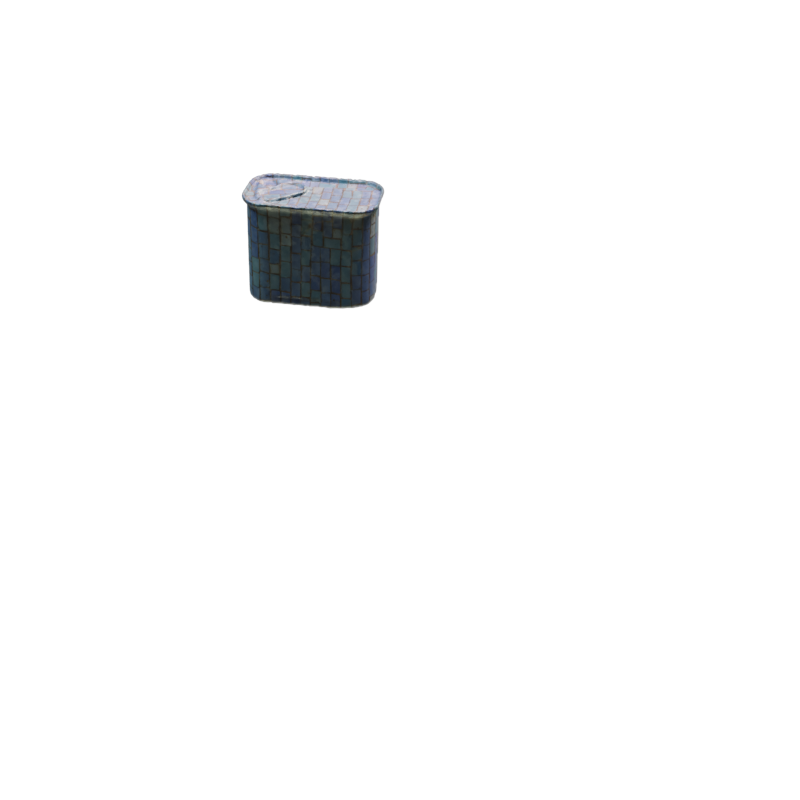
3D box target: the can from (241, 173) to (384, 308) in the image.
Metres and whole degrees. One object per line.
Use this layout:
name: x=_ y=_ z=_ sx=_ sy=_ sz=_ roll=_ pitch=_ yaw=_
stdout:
can: x=-0.065 y=-0.119 z=0.831 sx=0.103 sy=0.079 sz=0.060 roll=6 pitch=31 yaw=8
